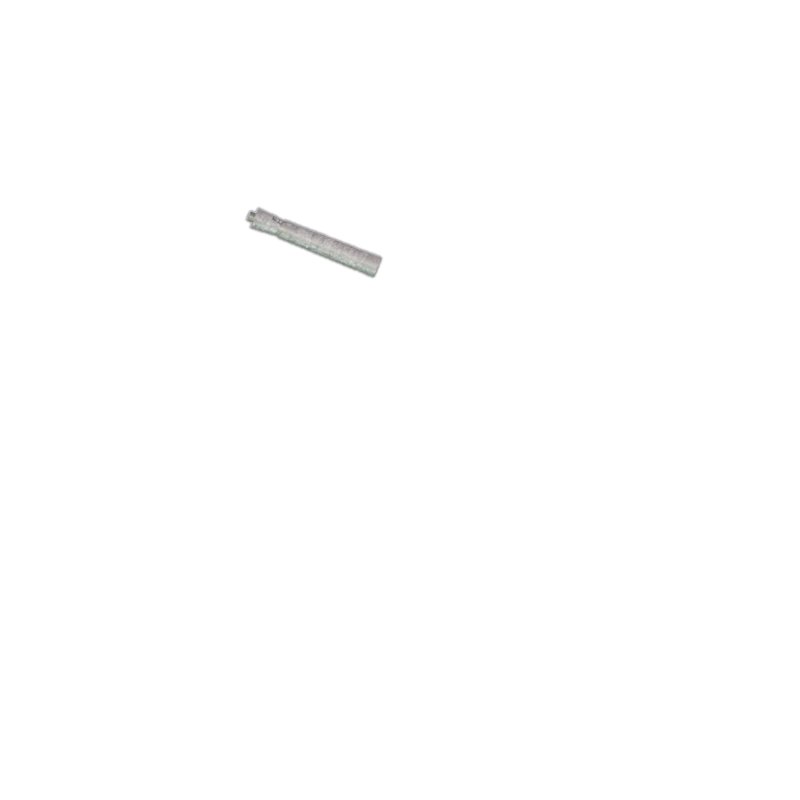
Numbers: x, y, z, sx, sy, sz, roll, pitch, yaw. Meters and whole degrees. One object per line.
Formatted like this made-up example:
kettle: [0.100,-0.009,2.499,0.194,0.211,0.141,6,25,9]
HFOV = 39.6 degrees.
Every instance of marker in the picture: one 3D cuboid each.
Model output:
marker: [-0.075,-0.137,0.956,0.122,0.020,0.020,22,4,3]
